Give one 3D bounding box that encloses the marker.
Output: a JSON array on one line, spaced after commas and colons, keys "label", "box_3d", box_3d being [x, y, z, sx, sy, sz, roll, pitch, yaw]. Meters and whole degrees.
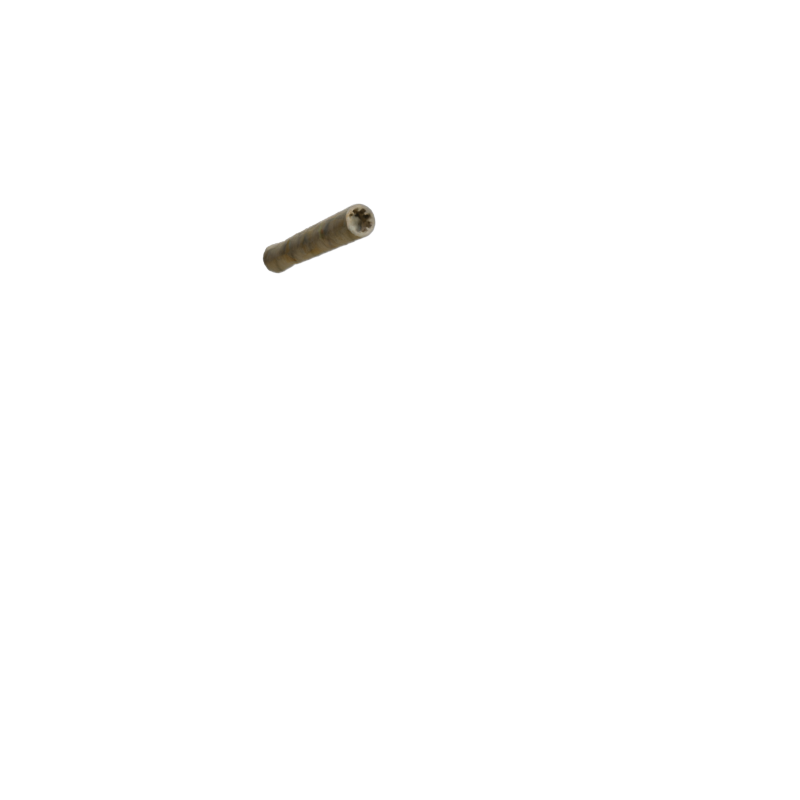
[{"label": "marker", "box_3d": [-0.051, -0.093, 0.648, 0.019, 0.020, 0.123, -2, -3, -29]}]
